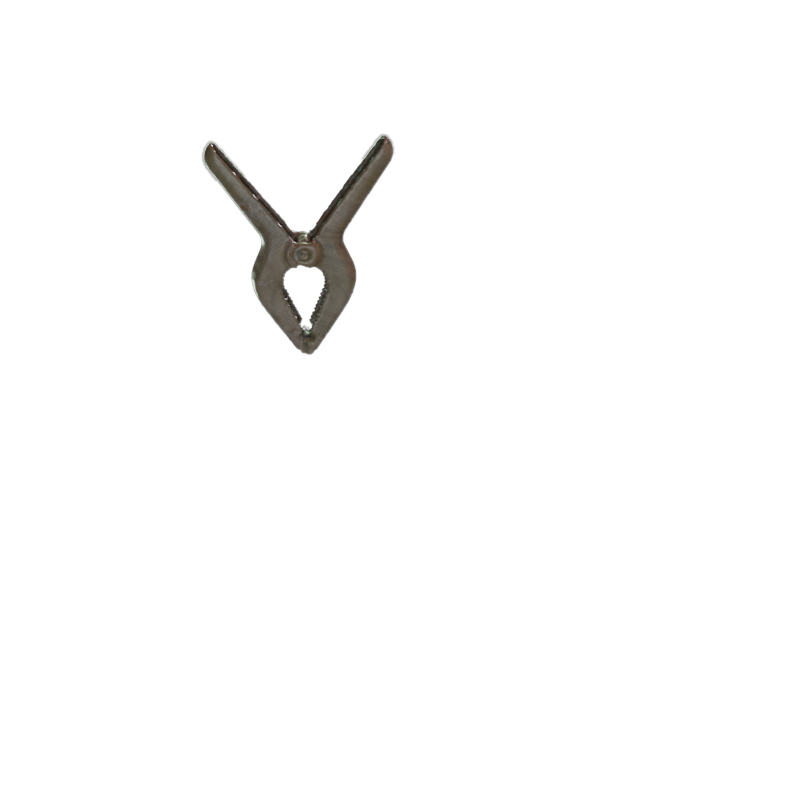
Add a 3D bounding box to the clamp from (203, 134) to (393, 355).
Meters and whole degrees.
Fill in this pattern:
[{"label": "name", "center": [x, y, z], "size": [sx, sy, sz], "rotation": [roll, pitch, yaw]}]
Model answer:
[{"label": "clamp", "center": [-0.078, -0.142, 0.996], "size": [0.165, 0.199, 0.038], "rotation": [-8, 22, 3]}]
